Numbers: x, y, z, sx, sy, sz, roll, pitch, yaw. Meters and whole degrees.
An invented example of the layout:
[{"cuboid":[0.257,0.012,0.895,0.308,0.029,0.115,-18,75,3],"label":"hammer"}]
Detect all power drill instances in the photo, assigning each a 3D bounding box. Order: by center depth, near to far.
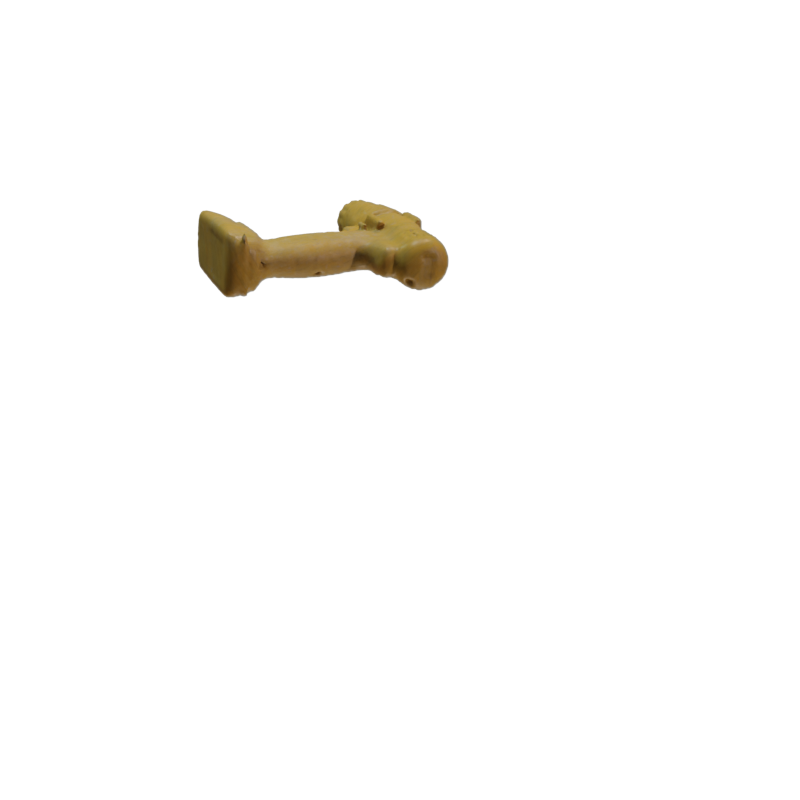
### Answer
[{"cuboid":[-0.074,-0.135,0.946,0.184,0.055,0.195,-7,21,-19],"label":"power drill"}]
